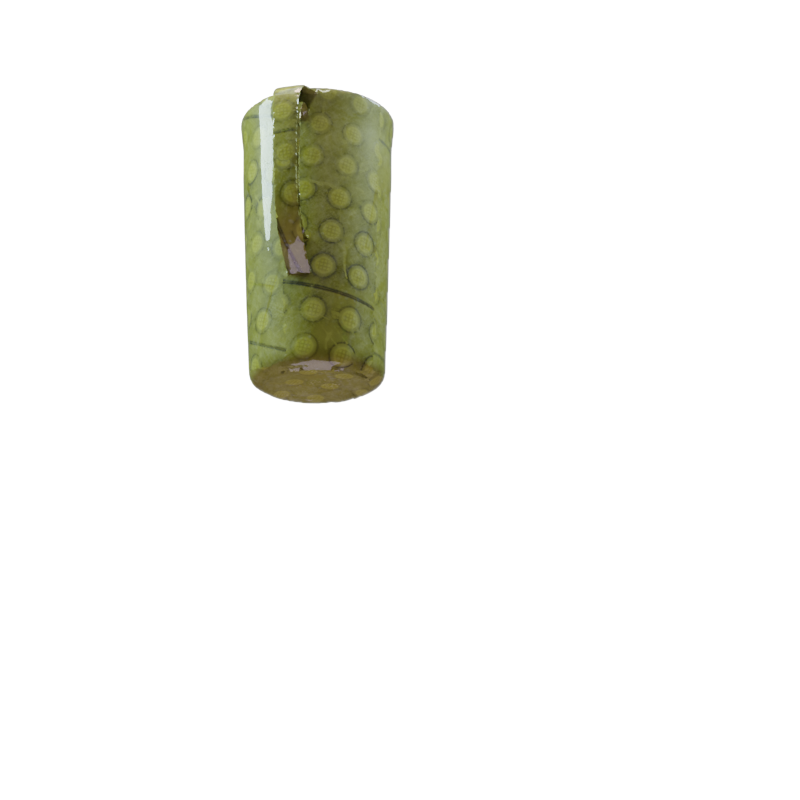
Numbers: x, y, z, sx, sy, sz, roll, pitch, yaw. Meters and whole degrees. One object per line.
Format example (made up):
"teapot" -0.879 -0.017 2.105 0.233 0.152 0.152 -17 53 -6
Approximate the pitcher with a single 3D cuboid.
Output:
"pitcher" -0.072 -0.130 0.913 0.142 0.256 0.144 13 -27 -32
